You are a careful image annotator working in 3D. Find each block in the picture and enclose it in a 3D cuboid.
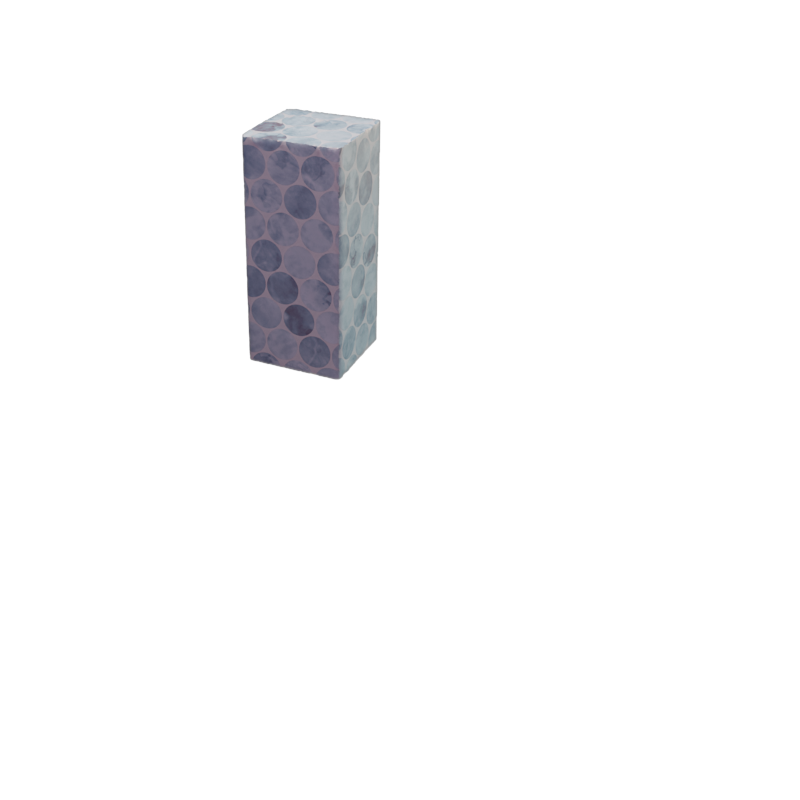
[{"bbox_3d":[-0.075,-0.136,0.952,0.094,0.196,0.092,12,27,20],"label":"block"}]
